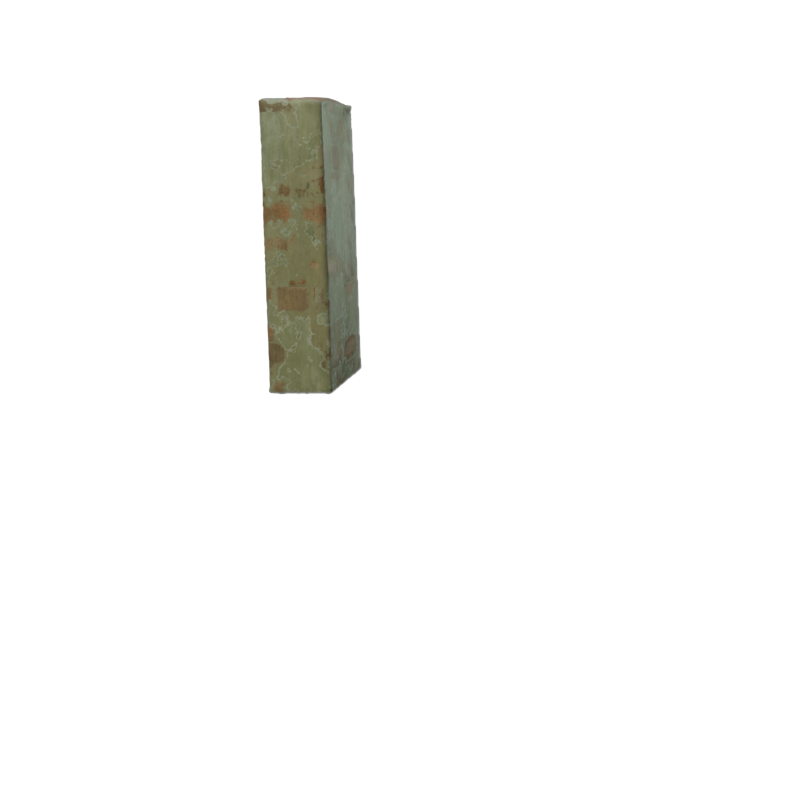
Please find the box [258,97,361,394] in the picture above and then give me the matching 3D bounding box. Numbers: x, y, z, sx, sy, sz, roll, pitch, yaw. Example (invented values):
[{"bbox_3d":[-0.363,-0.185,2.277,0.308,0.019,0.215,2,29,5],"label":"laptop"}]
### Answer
[{"bbox_3d":[-0.054,-0.099,0.694,0.049,0.174,0.093,1,6,10],"label":"box"}]
